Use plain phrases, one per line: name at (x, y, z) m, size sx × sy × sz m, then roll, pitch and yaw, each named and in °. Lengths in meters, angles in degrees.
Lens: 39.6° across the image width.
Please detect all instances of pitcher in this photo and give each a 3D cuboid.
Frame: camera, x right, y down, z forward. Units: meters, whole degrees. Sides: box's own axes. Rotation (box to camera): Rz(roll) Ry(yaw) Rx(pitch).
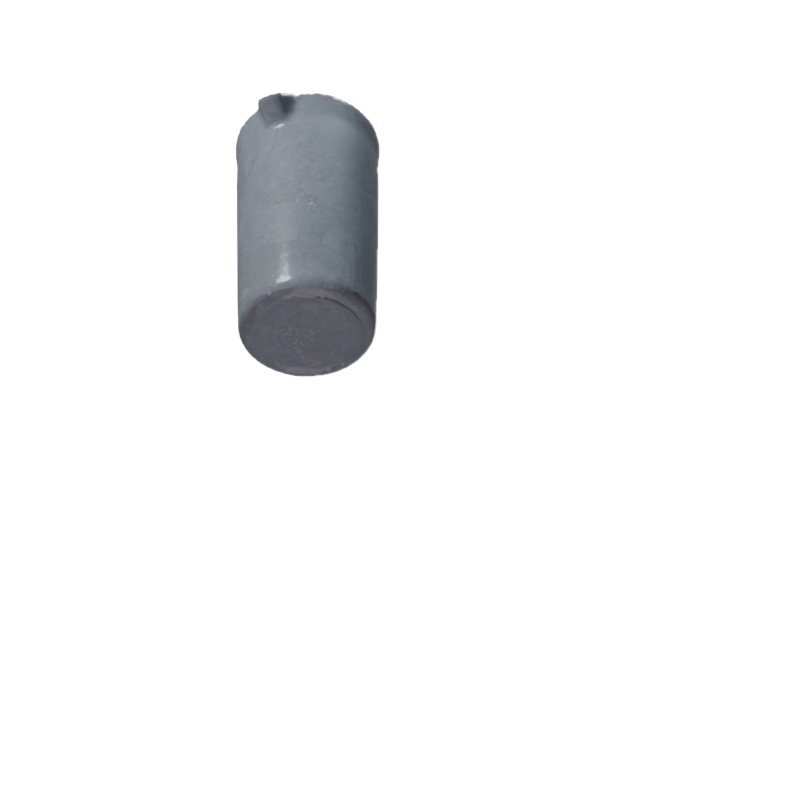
pitcher at (-0.074, -0.136, 0.951) m, size 0.145 × 0.261 × 0.139 m, roll 15°, pitch -47°, yaw -18°
